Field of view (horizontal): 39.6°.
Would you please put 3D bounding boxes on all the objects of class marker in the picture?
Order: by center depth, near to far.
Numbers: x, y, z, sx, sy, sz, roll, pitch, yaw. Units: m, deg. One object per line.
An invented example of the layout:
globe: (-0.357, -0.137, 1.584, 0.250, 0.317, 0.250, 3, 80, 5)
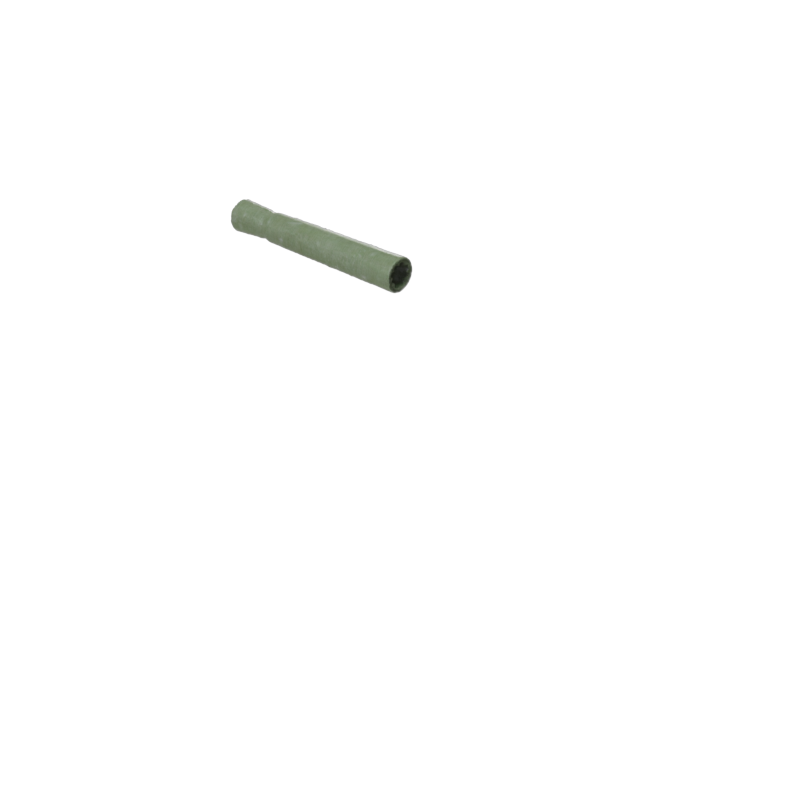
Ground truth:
marker: (-0.046, -0.083, 0.583, 0.129, 0.019, 0.019, 26, 19, 38)
